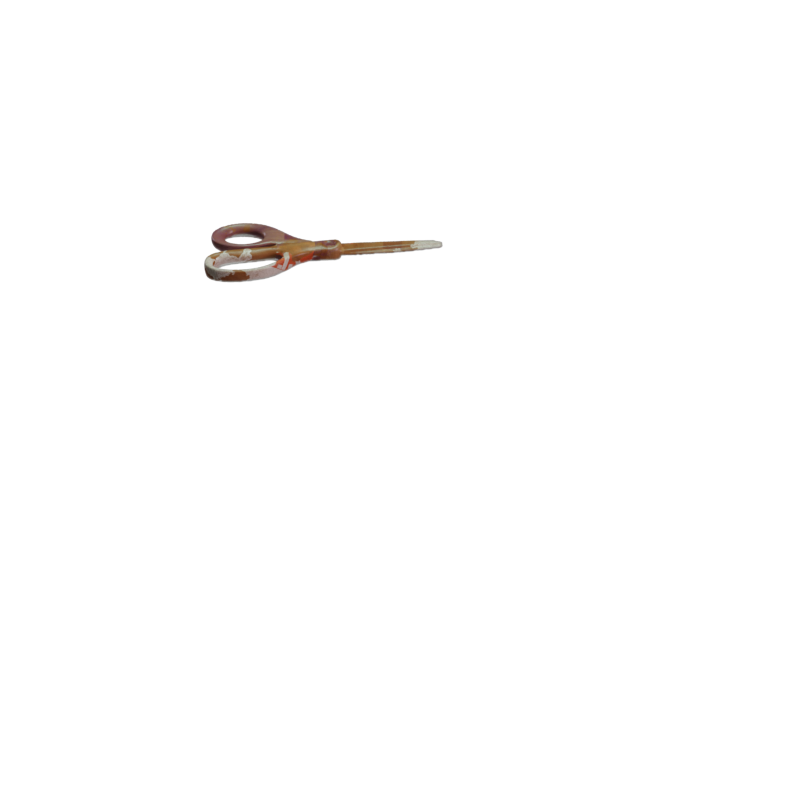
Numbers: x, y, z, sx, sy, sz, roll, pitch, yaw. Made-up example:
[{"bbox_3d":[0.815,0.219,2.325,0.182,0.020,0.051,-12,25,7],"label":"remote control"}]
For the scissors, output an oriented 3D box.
[{"bbox_3d":[-0.075,-0.136,0.953,0.199,0.015,0.104,-13,36,-19],"label":"scissors"}]
